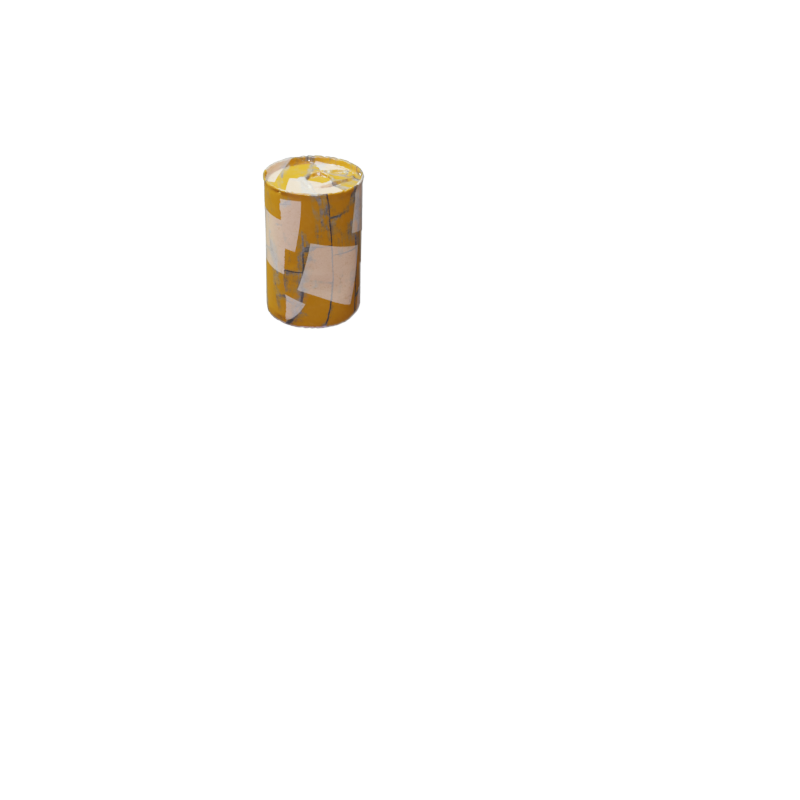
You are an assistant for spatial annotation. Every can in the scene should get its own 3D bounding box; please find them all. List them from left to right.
[{"bbox_3d":[-0.060,-0.109,0.766,0.068,0.096,0.073,0,29,-2],"label":"can"}]
